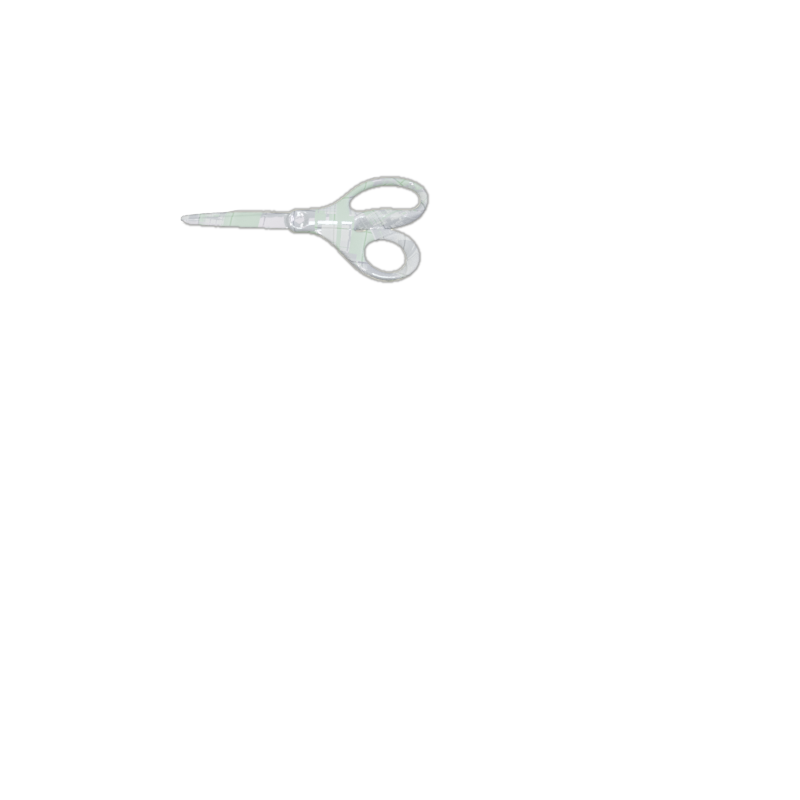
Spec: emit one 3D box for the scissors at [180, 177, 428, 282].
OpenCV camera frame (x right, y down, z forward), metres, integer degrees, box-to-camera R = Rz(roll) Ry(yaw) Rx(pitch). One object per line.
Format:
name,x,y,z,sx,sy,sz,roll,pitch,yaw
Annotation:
scissors,-0.071,-0.129,0.905,0.201,0.100,0.015,-14,-15,-4
